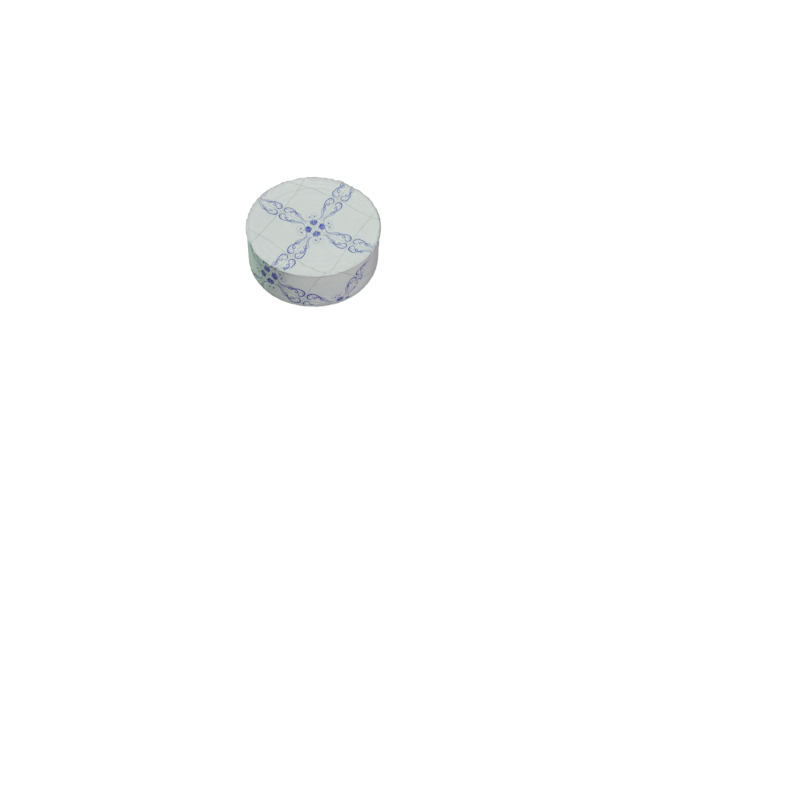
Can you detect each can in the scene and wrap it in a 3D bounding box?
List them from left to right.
[{"bbox_3d":[-0.056,-0.102,0.712,0.086,0.092,0.031,-1,-39,-1],"label":"can"}]
